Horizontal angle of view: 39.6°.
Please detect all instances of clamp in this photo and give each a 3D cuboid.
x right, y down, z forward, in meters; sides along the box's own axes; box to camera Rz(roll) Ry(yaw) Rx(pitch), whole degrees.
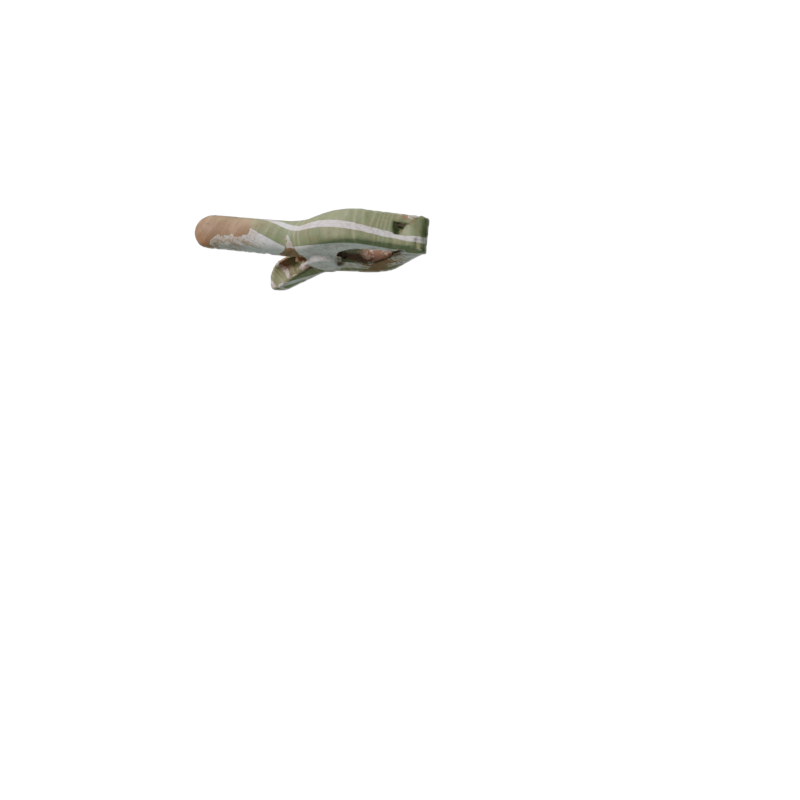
[{"bbox_3d":[-0.065,-0.118,0.825,0.175,0.041,0.113,-8,-13,36],"label":"clamp"}]
